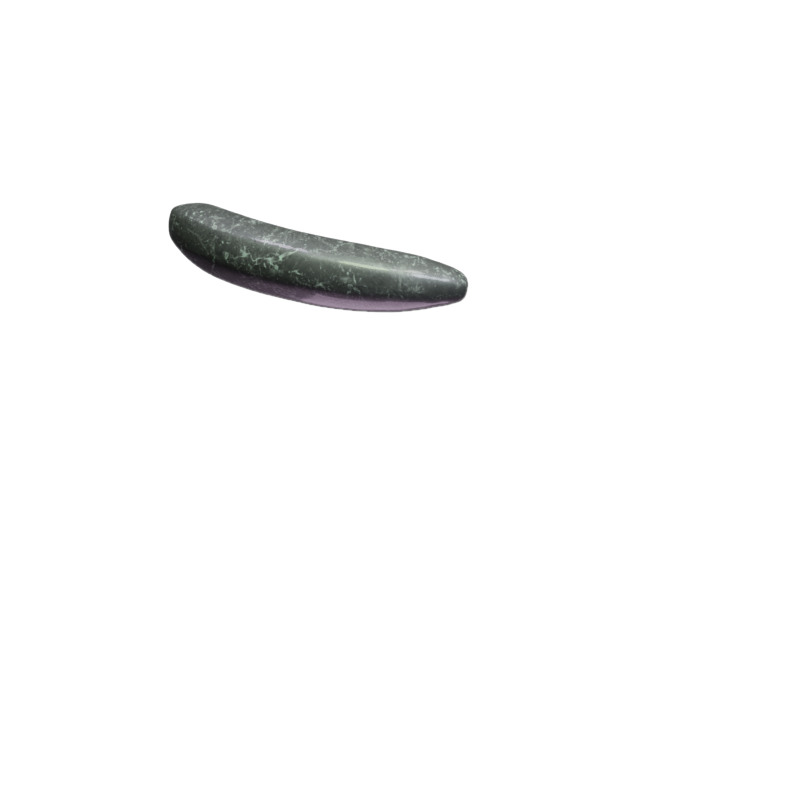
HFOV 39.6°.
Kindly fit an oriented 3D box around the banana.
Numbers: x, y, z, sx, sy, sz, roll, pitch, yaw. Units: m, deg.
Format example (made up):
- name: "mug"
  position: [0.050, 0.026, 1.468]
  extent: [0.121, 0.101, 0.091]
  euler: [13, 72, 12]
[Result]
- name: "banana"
  position: [-0.062, -0.082, 0.614]
  extent: [0.209, 0.035, 0.070]
  euler: [21, 36, 30]
